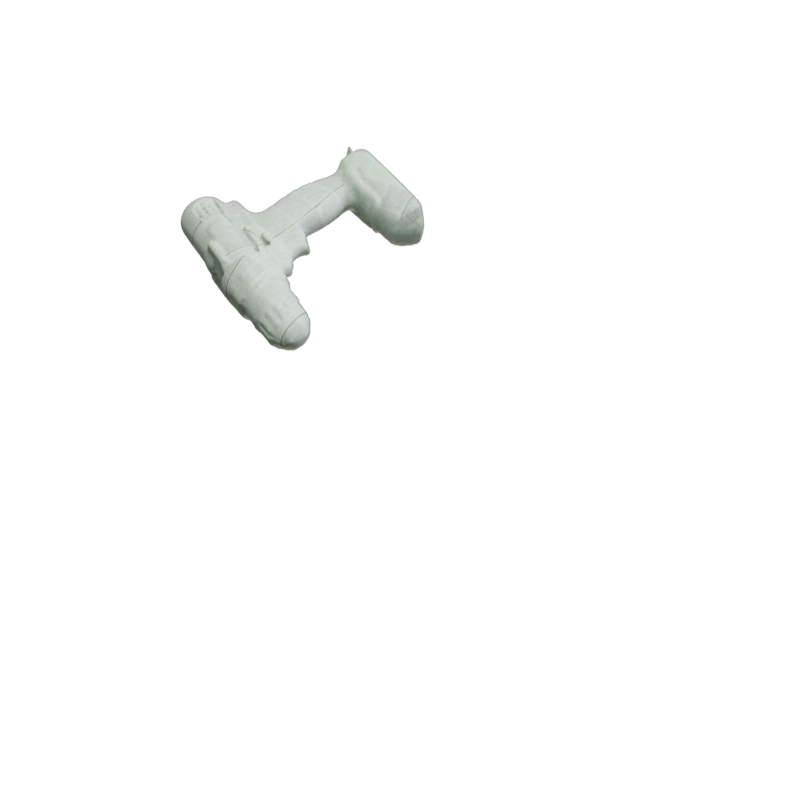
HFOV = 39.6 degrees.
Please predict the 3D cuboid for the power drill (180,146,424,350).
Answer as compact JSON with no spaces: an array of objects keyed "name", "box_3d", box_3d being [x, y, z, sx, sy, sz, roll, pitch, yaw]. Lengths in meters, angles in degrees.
[{"name":"power drill","box_3d":[-0.076,-0.138,0.965,0.187,0.053,0.199,-25,54,-21]}]
